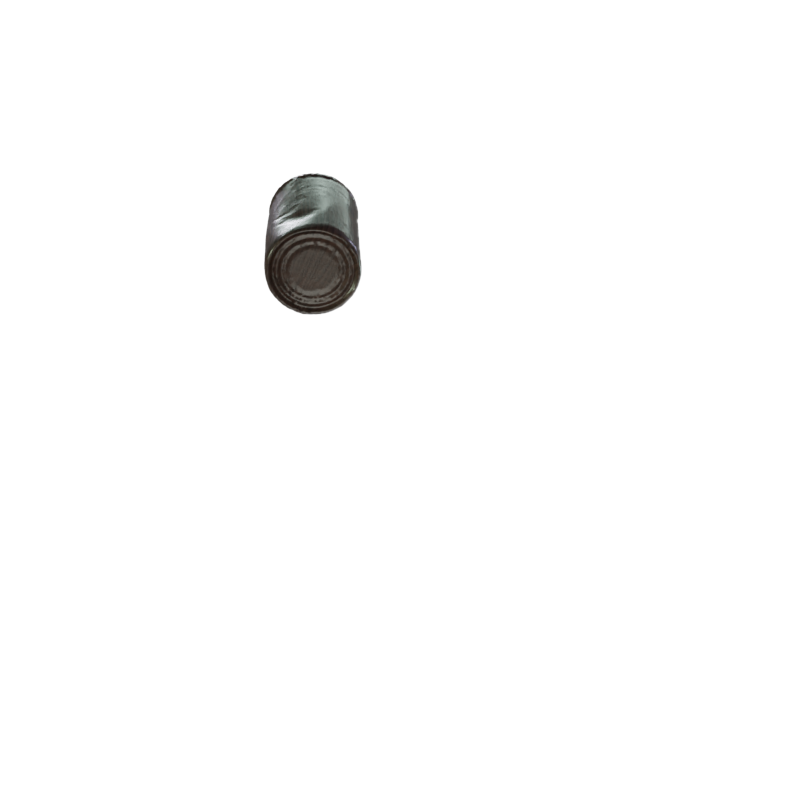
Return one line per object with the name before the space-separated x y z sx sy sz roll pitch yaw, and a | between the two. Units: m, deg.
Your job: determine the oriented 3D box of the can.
can | -0.062 -0.114 0.795 0.068 0.065 0.108 0 29 -3
